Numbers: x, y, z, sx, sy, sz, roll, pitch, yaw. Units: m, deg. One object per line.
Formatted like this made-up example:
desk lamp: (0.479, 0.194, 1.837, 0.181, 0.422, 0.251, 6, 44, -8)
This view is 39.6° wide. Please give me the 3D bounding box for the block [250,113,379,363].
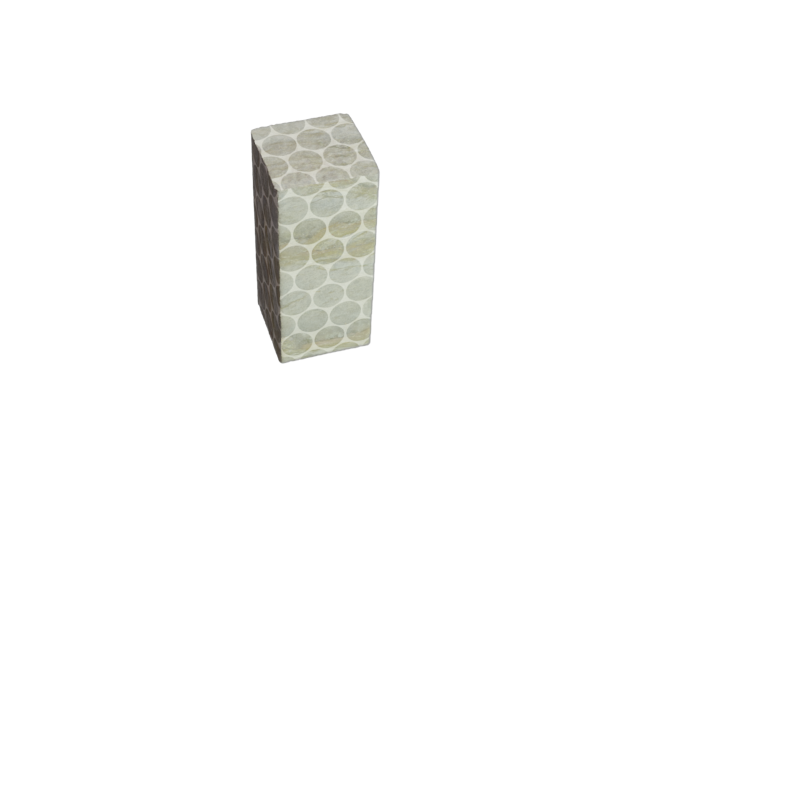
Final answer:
block: (-0.077, -0.142, 0.990, 0.090, 0.098, 0.192, -12, -42, -15)
